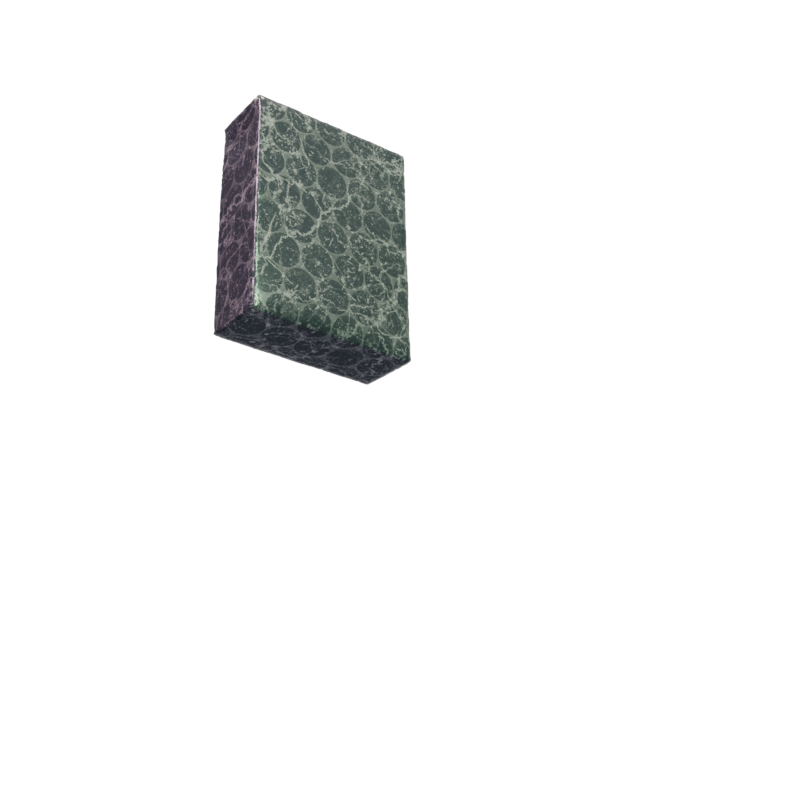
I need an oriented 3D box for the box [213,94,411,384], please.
[{"bbox_3d":[-0.076,-0.138,0.969,0.156,0.227,0.071,18,-35,-32],"label":"box"}]
